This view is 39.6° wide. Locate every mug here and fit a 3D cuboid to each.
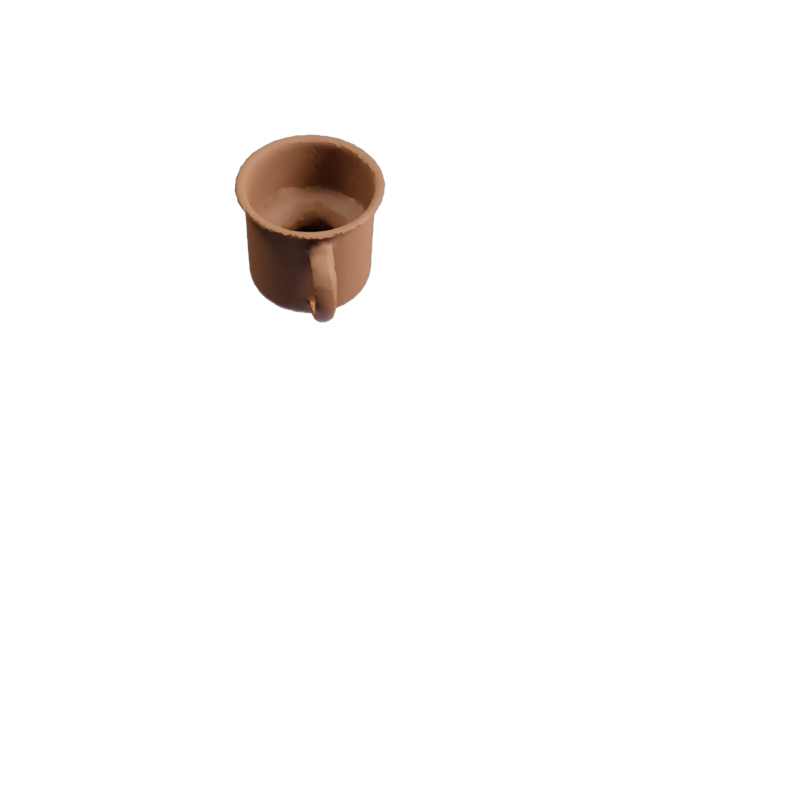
[{"bbox_3d":[-0.055,-0.101,0.707,0.092,0.127,0.076,-9,-39,-9],"label":"mug"}]
